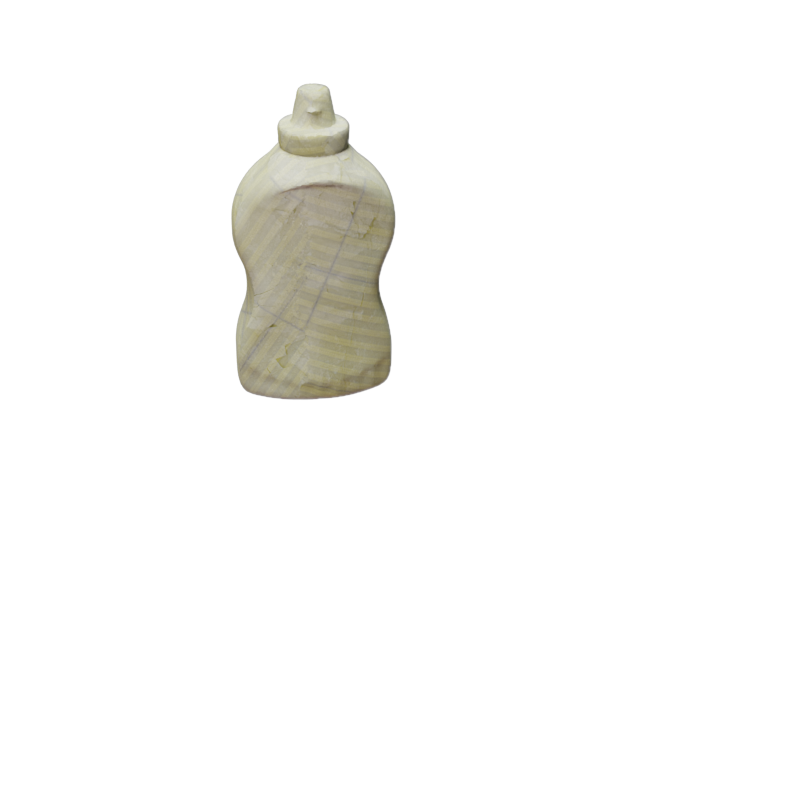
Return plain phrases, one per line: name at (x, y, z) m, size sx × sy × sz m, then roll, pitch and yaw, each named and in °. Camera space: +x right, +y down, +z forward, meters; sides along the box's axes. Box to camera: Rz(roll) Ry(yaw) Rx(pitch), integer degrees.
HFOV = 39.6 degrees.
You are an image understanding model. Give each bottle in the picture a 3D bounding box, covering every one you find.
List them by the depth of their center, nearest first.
bottle at (-0.051, -0.094, 0.658) m, size 0.095 × 0.181 × 0.062 m, roll -2°, pitch 28°, yaw -6°
